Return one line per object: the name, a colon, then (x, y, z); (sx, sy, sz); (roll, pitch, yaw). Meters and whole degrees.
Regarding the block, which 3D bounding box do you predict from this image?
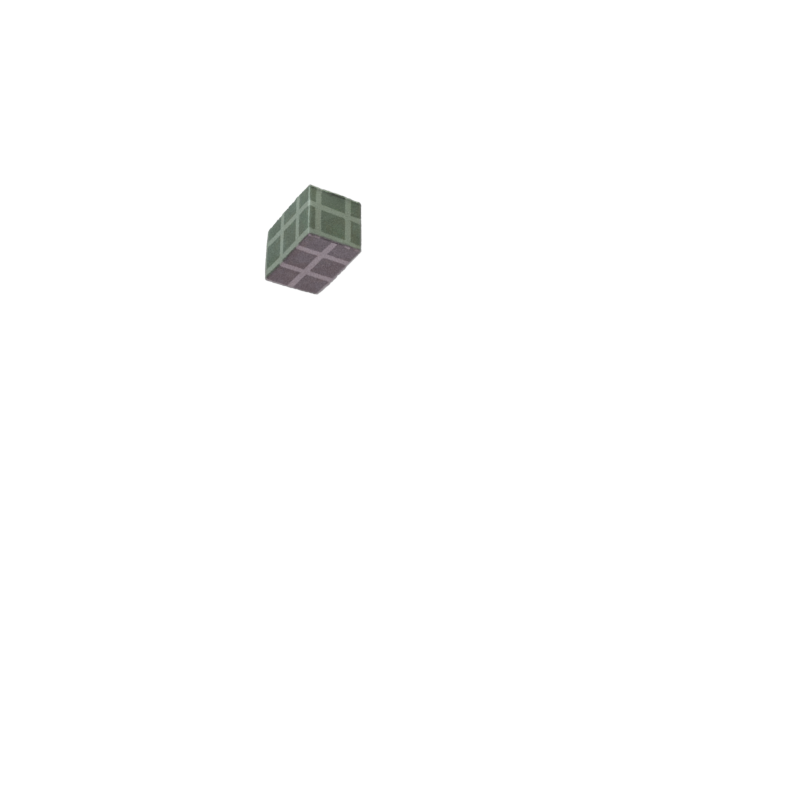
block: (-0.073, -0.134, 0.935); (0.050, 0.055, 0.076); (18, -36, -28)
